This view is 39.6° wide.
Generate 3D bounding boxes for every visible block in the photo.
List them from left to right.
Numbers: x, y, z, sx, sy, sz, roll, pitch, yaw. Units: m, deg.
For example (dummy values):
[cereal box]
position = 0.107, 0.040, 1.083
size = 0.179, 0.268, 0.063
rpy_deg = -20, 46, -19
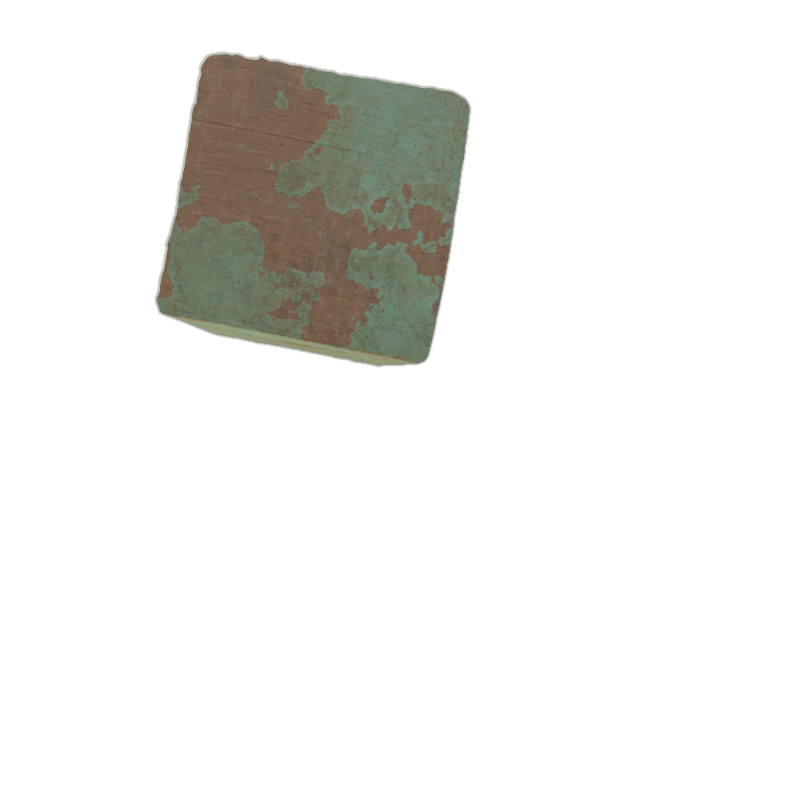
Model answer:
[block]
position = -0.035, -0.066, 0.456
size = 0.090, 0.091, 0.205
rpy_deg = 10, 0, -4
